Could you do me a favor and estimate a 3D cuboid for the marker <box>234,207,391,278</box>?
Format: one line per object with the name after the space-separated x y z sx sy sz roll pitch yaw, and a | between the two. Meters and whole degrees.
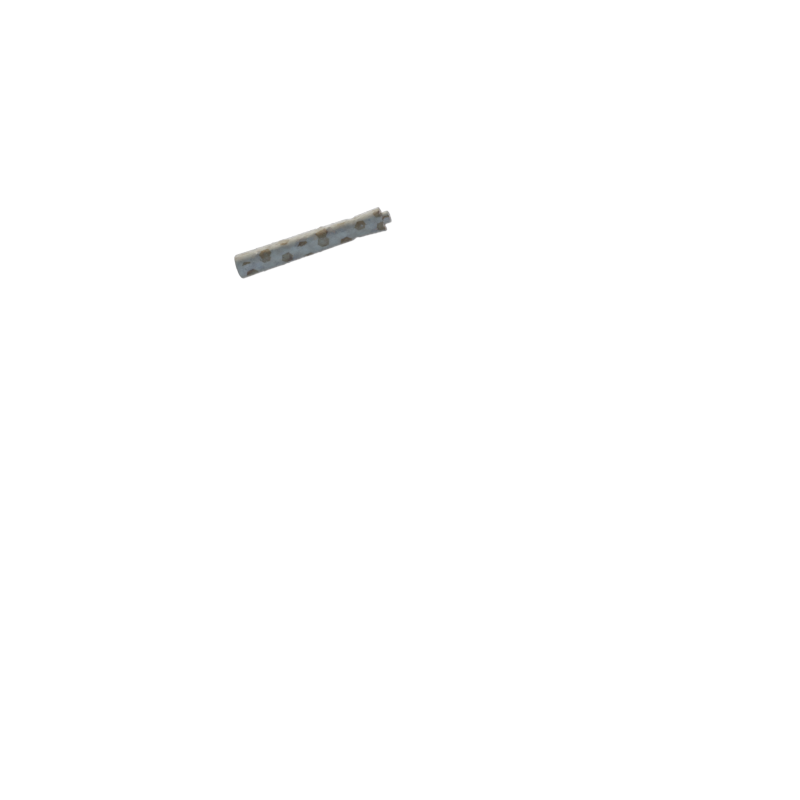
-0.065 -0.118 0.828 0.121 0.020 0.020 -17 2 9 | marker
